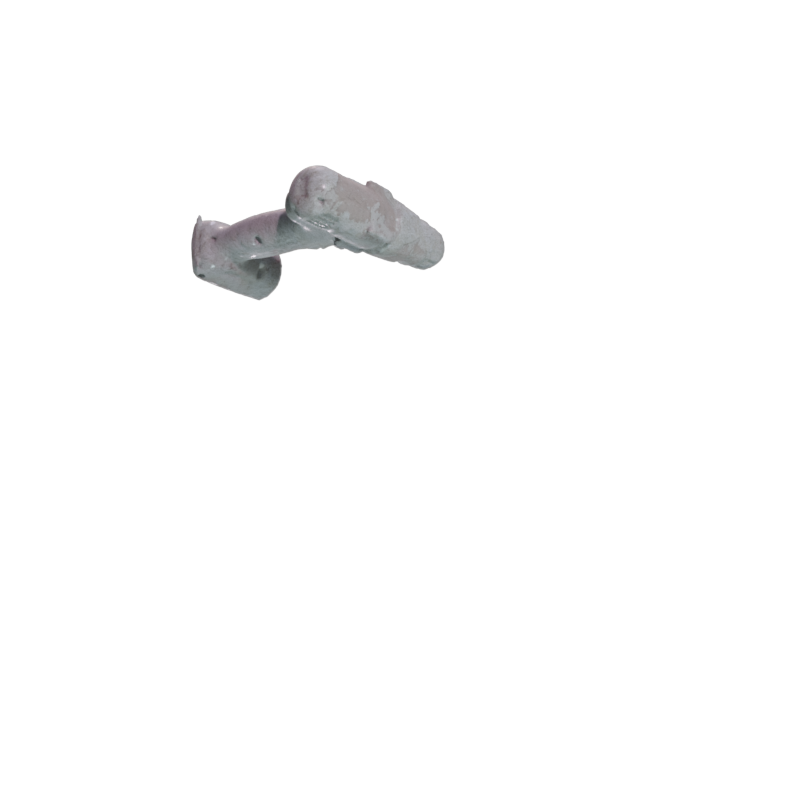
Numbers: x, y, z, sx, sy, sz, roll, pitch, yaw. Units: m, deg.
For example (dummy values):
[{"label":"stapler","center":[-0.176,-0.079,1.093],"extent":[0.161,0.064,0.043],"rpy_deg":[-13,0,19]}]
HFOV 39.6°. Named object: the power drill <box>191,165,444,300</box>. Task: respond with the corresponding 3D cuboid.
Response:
[{"label":"power drill","center":[-0.077,-0.140,0.982],"extent":[0.190,0.060,0.173],"rpy_deg":[-14,-23,36]}]
